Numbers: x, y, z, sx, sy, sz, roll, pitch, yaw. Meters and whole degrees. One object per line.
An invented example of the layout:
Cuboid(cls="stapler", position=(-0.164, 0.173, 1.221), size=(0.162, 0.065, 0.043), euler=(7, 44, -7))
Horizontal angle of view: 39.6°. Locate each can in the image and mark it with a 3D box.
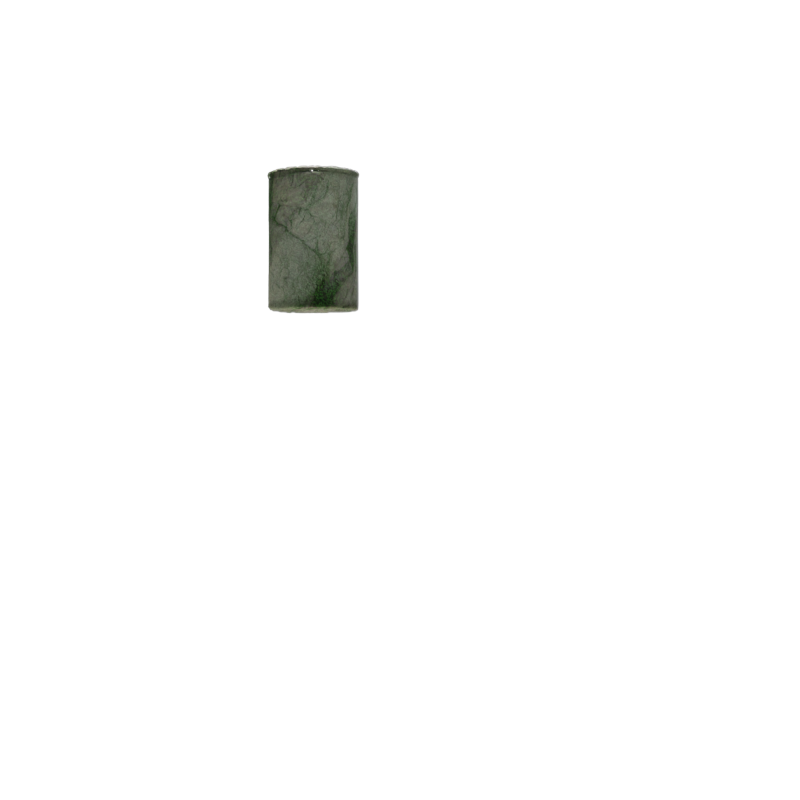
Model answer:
Cuboid(cls="can", position=(-0.064, -0.116, 0.816), size=(0.068, 0.104, 0.068), euler=(0, -4, -2))
